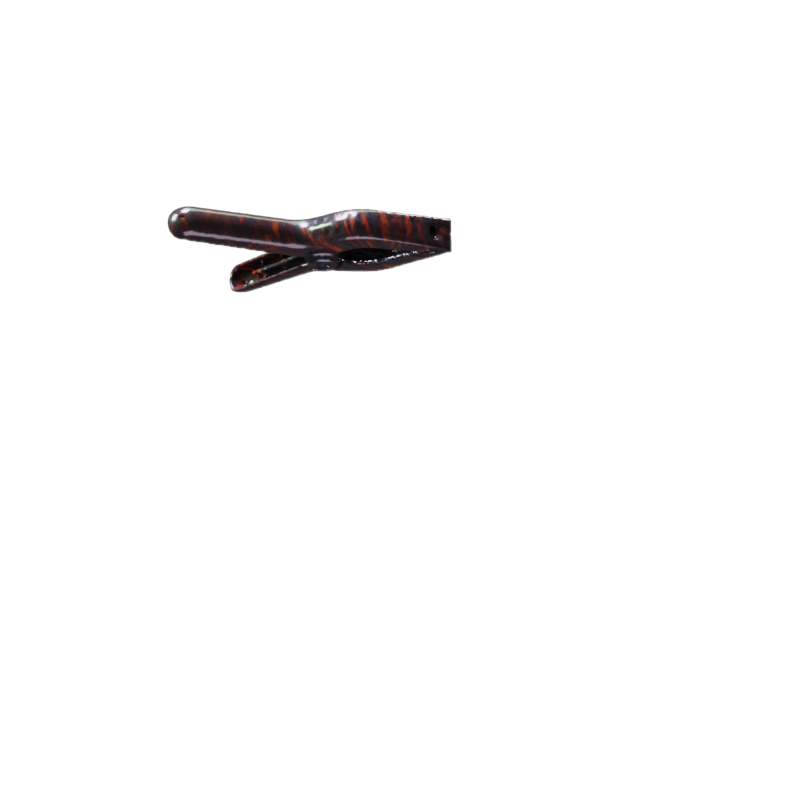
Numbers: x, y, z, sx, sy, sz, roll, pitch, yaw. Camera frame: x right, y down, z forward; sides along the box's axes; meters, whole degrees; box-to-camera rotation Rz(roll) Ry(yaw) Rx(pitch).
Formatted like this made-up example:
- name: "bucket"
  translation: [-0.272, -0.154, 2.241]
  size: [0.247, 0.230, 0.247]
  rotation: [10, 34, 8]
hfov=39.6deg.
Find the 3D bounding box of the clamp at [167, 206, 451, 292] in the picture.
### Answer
- name: "clamp"
  translation: [-0.068, -0.123, 0.865]
  size: [0.214, 0.038, 0.156]
  rotation: [-4, -11, 18]
